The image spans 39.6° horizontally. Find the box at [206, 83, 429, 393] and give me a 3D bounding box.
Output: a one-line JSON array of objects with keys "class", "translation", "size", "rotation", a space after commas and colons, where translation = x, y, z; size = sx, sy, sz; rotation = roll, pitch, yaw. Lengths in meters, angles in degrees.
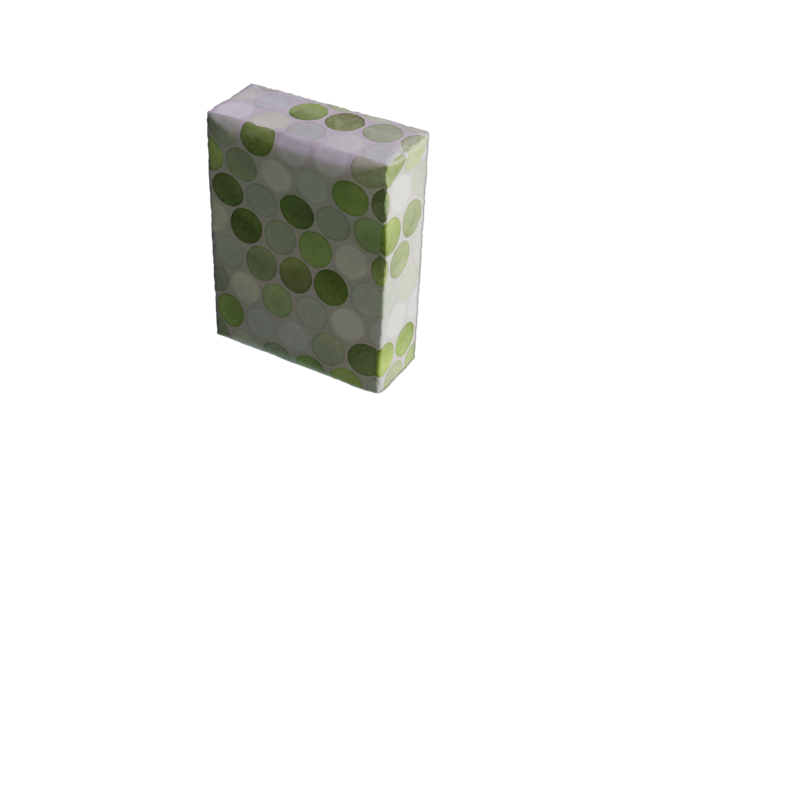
[{"class": "box", "translation": [-0.069, -0.126, 0.884], "size": [0.172, 0.200, 0.073], "rotation": [21, 39, 24]}]
